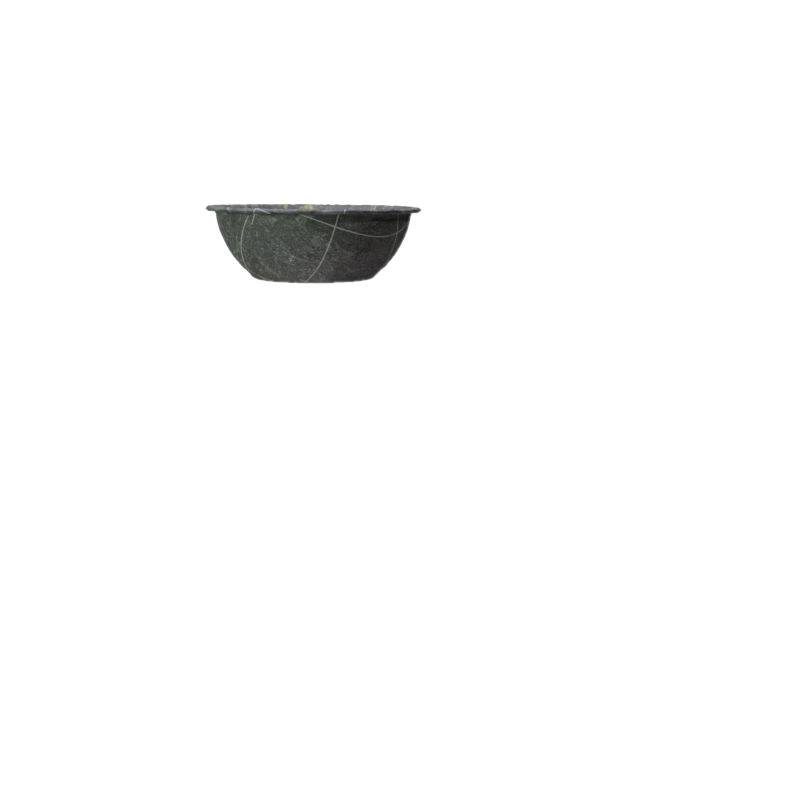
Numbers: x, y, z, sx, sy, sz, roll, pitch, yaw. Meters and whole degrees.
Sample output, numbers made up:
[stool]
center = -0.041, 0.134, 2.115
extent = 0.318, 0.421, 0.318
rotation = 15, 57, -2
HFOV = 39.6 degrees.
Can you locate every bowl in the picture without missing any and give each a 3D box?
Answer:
[bowl]
center = -0.065, -0.119, 0.835
extent = 0.162, 0.054, 0.165
rotation = 0, 10, -2
